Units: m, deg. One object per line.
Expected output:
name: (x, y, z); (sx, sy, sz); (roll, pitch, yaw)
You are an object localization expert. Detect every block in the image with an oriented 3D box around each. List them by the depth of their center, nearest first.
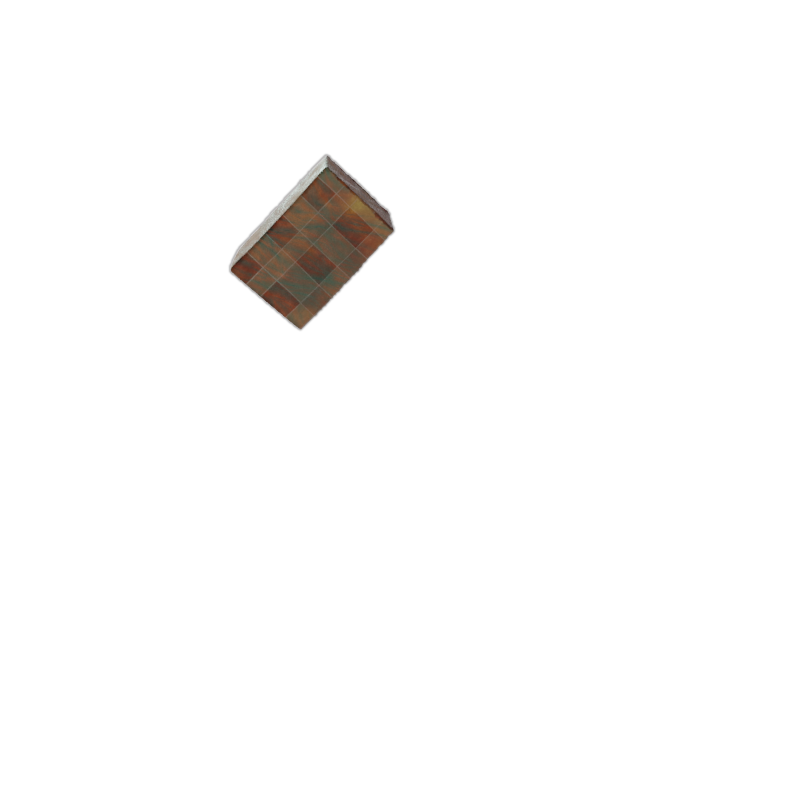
block: (-0.048, -0.088, 0.614); (0.051, 0.077, 0.053); (43, 9, -12)
